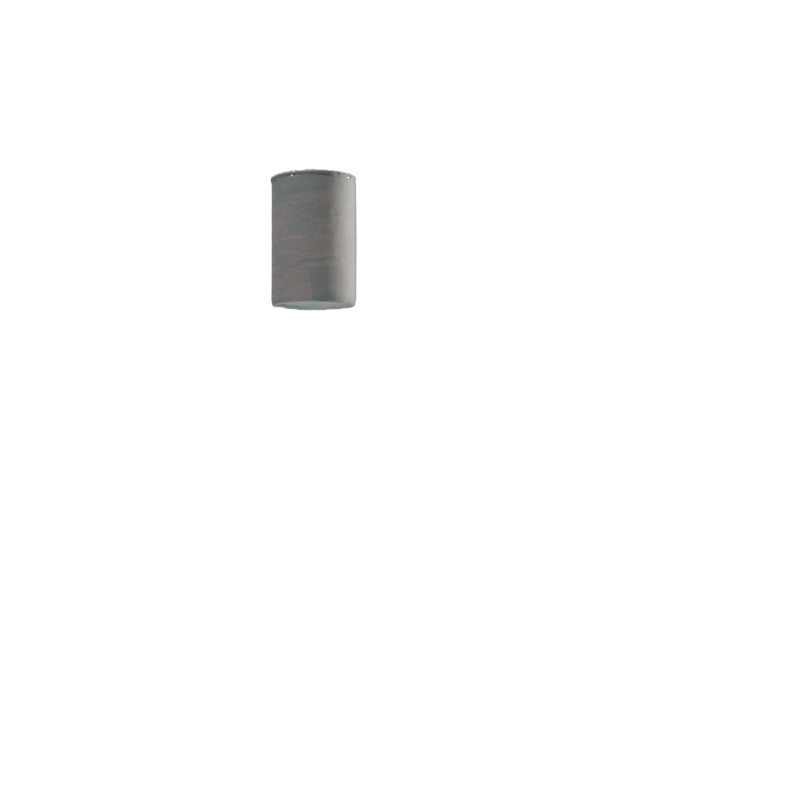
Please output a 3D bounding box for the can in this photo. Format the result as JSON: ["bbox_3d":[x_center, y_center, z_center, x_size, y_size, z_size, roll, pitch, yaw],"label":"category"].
[{"bbox_3d":[-0.068,-0.124,0.870,0.068,0.104,0.067,0,-6,-2],"label":"can"}]
